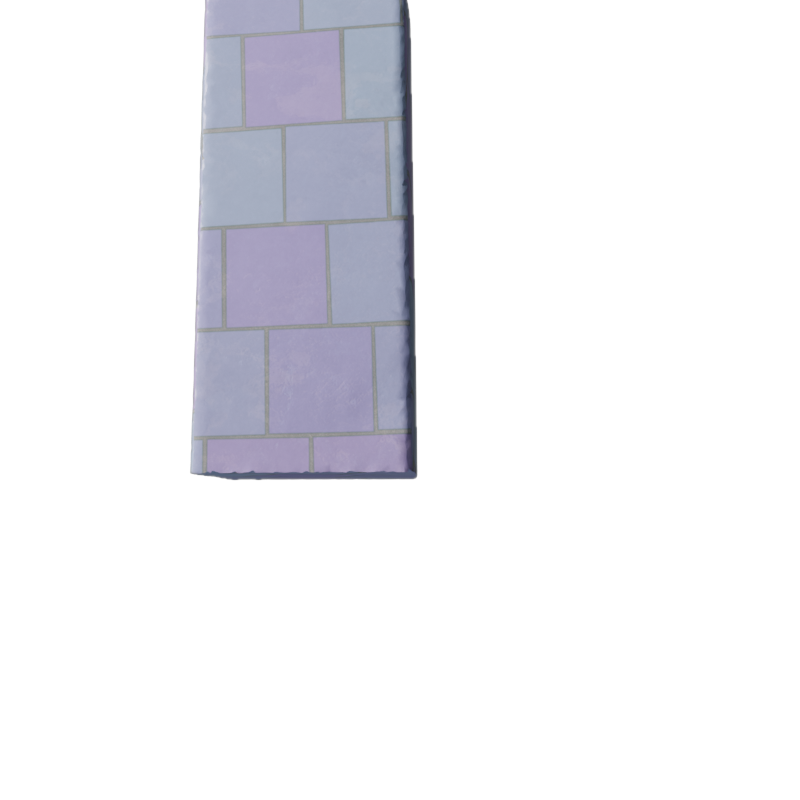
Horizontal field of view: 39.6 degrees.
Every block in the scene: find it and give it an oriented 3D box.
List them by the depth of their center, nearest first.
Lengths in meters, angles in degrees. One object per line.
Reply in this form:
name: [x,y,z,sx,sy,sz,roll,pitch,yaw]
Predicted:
block: [-0.039,-0.071,0.498,0.091,0.213,0.087,-2,-12,4]
